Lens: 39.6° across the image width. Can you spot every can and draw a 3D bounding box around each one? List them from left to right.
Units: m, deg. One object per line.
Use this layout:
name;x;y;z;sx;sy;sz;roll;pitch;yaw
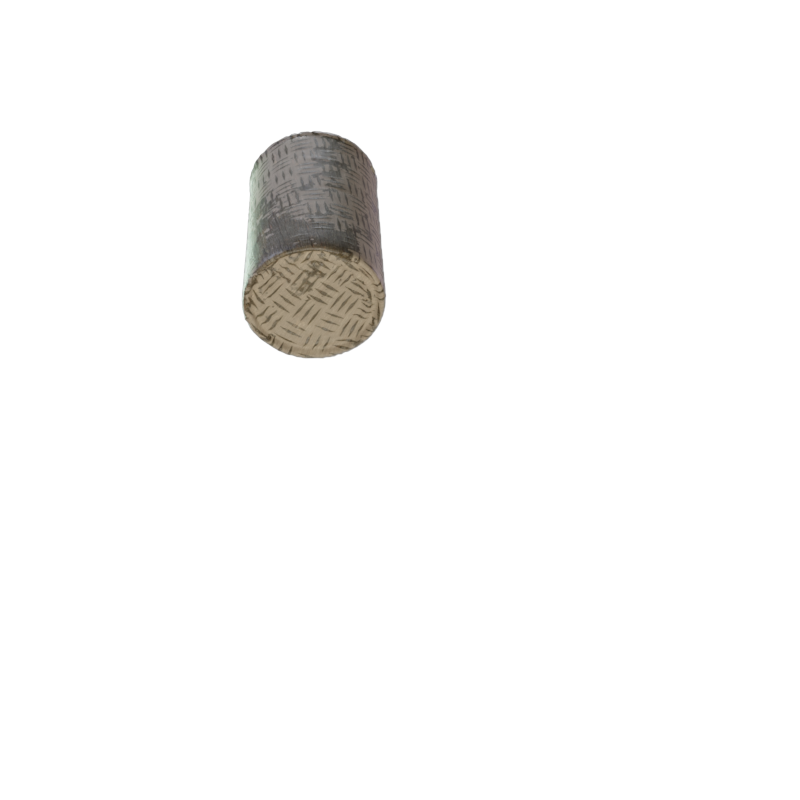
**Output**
can;-0.043;-0.078;0.545;0.068;0.064;0.110;-1;40;-3
